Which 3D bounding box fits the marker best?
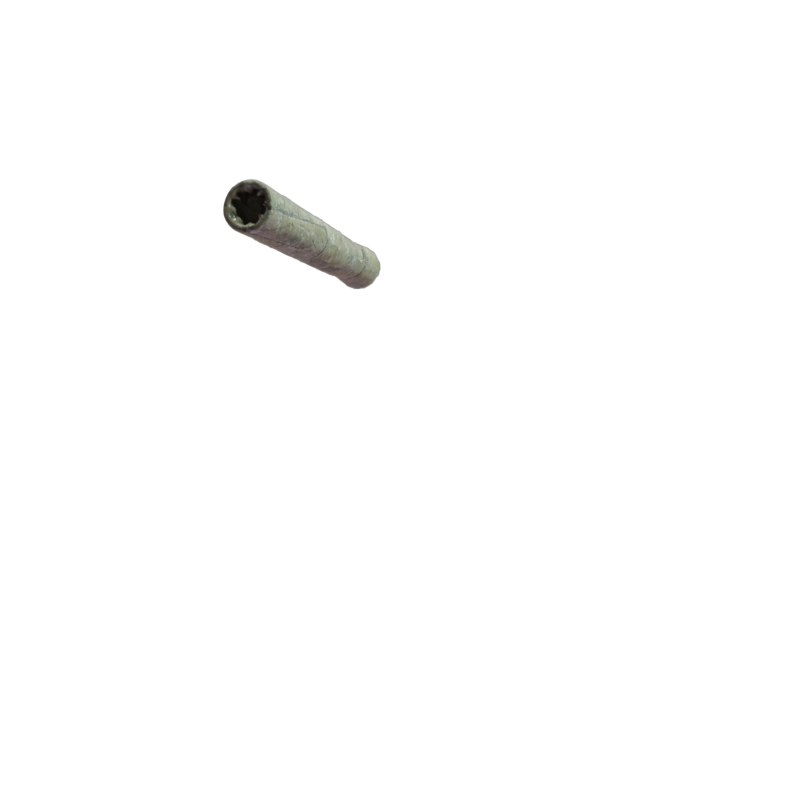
[{"bbox_3d":[-0.033,-0.061,0.426,0.020,0.020,0.116,2,-4,18],"label":"marker"}]
